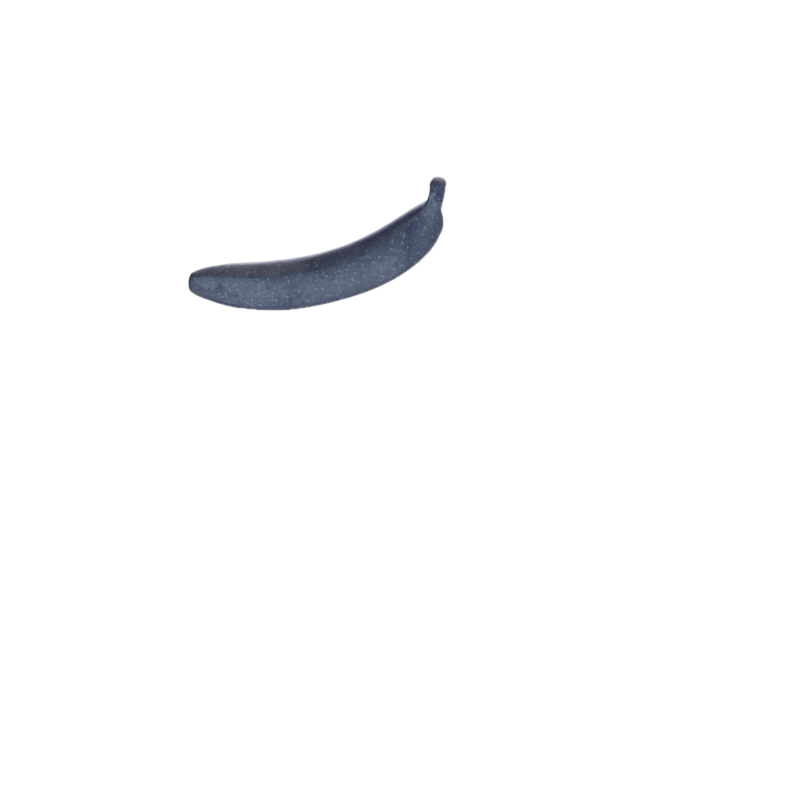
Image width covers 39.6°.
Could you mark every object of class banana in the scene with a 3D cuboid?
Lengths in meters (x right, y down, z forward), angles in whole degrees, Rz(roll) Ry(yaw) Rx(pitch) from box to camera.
[{"bbox_3d":[-0.050,-0.099,0.781,0.198,0.065,0.039,-20,33,13],"label":"banana"}]
